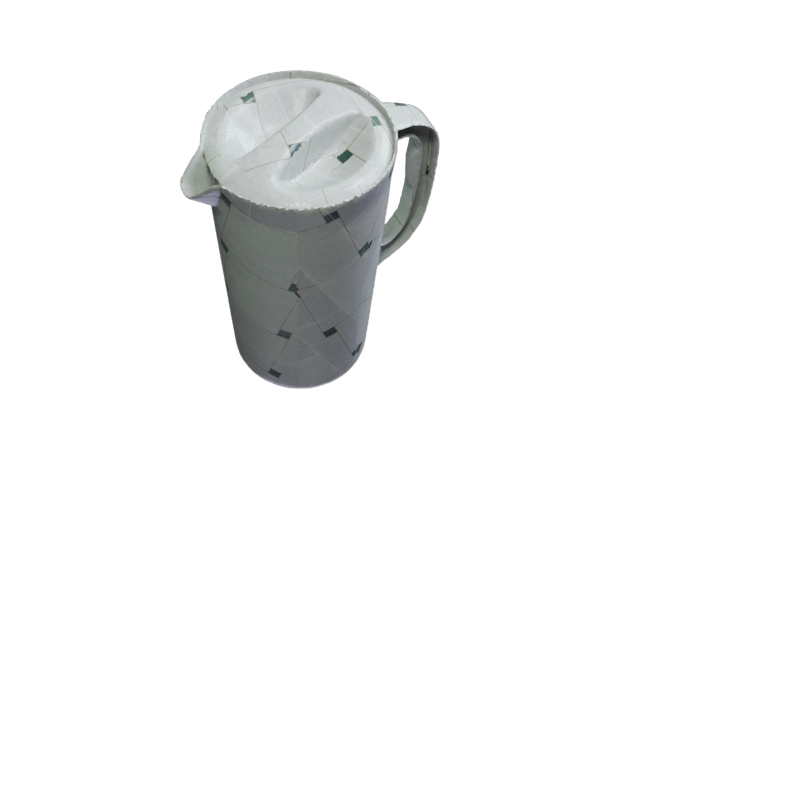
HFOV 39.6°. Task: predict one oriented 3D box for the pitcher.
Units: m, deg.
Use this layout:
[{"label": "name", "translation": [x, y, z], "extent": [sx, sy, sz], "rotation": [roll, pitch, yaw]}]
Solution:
[{"label": "pitcher", "translation": [-0.065, -0.118, 0.829], "extent": [0.152, 0.152, 0.227], "rotation": [17, -34, 9]}]
